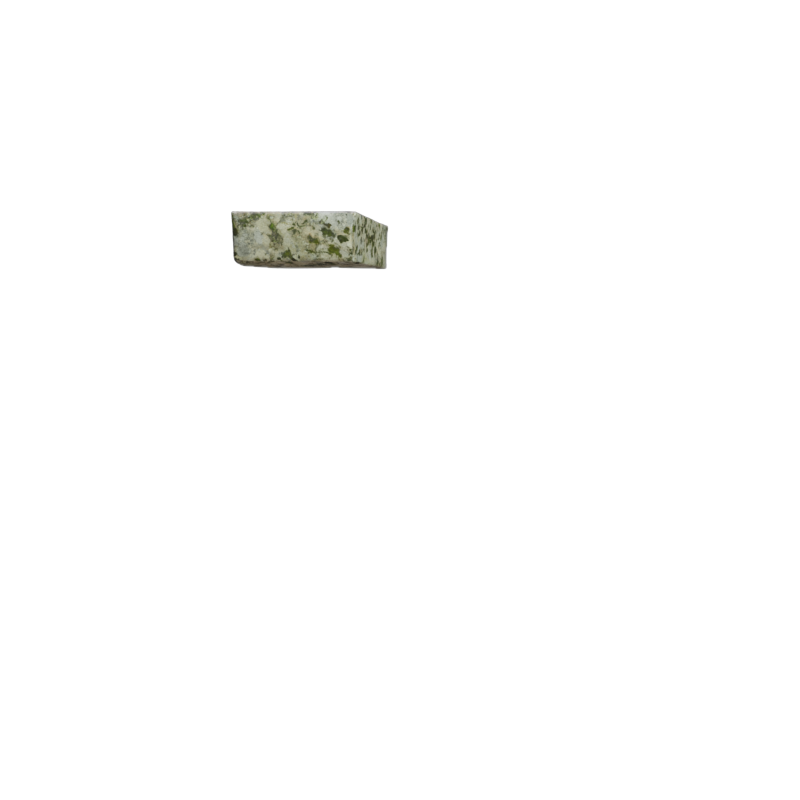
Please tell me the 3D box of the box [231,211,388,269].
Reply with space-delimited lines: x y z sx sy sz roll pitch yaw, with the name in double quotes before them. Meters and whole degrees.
"box" -0.063 -0.115 0.802 0.091 0.039 0.112 1 5 12
